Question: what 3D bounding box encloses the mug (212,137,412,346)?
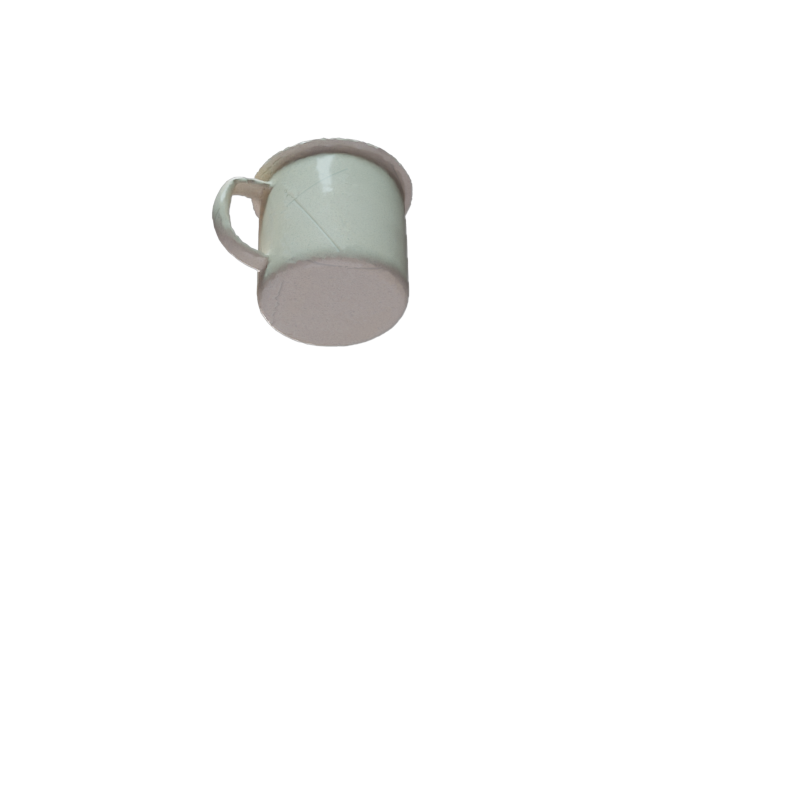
[{"bbox_3d":[-0.047,-0.087,0.606,0.112,0.087,0.091,18,-41,-25],"label":"mug"}]
